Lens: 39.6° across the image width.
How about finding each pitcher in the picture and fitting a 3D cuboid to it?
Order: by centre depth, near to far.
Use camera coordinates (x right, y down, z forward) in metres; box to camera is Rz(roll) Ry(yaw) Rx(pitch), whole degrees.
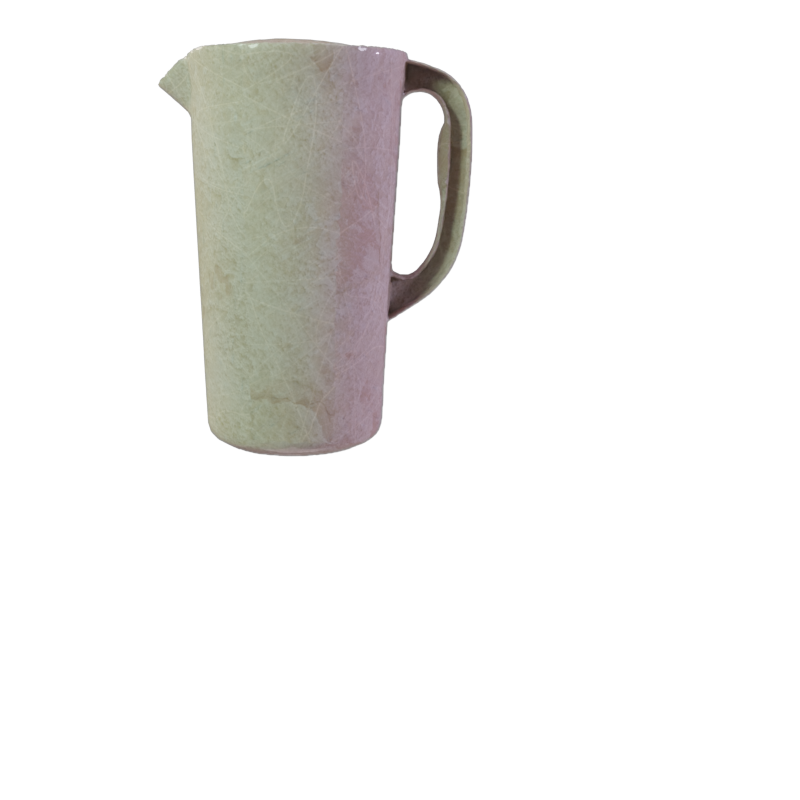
[{"bbox_3d":[-0.053,-0.096,0.675,0.156,0.239,0.140,8,11,44],"label":"pitcher"}]
